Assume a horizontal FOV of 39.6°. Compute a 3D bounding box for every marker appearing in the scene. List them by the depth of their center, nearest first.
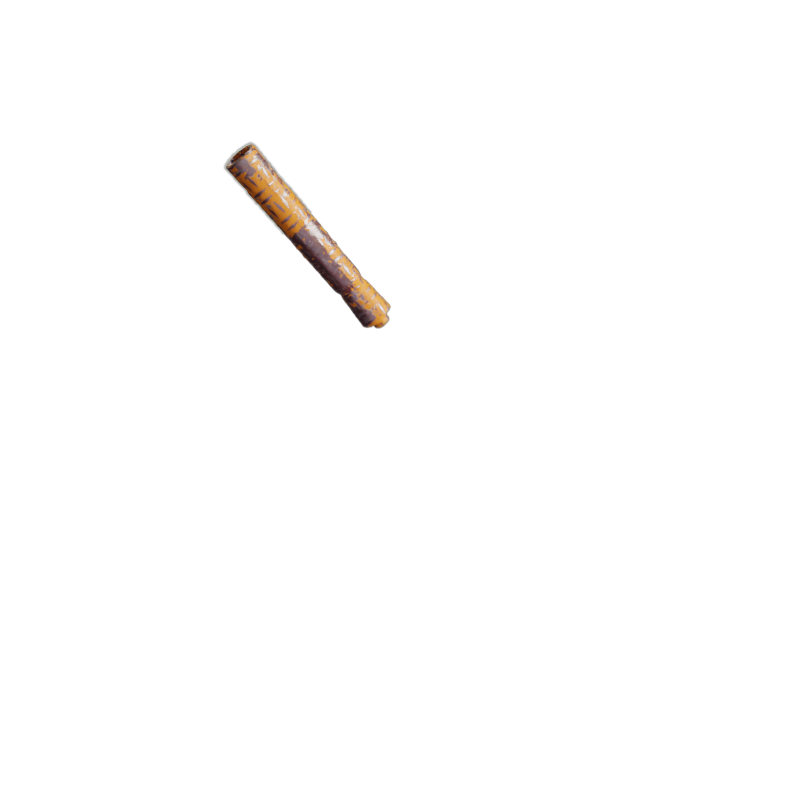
[{"bbox_3d":[-0.045,-0.082,0.576,0.020,0.115,0.021,-36,20,15],"label":"marker"}]
